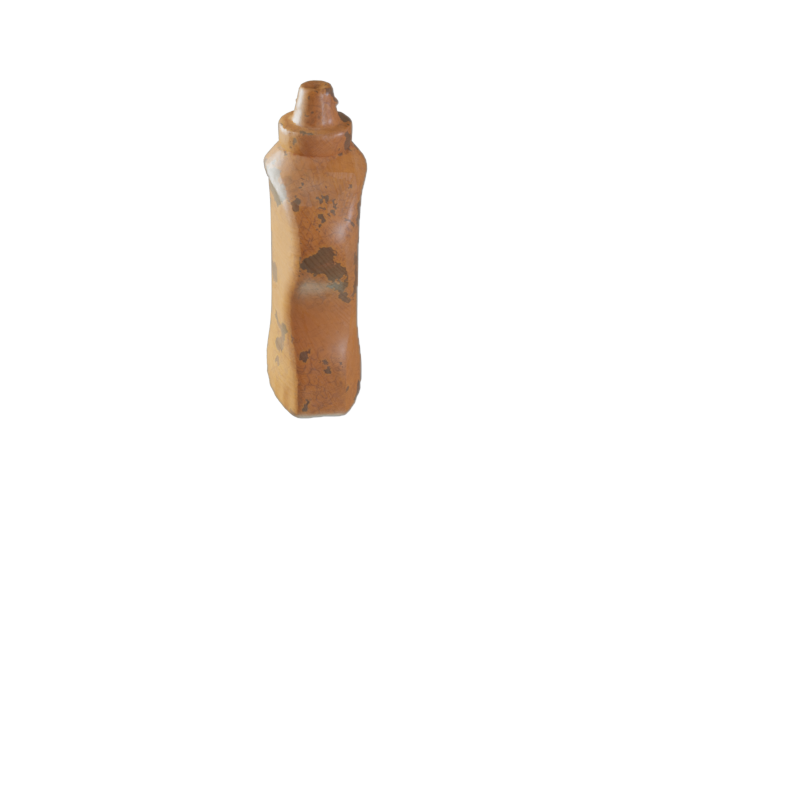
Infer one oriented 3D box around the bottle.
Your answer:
[{"bbox_3d":[-0.050,-0.092,0.642,0.058,0.180,0.103,-2,31,-7],"label":"bottle"}]
